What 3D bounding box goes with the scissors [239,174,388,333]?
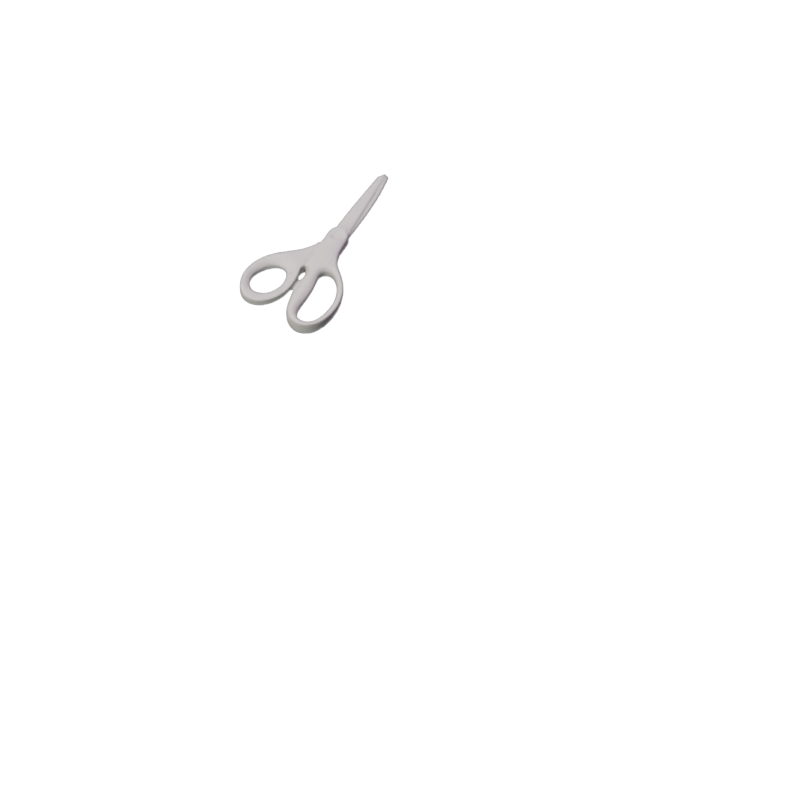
[{"bbox_3d":[-0.075,-0.137,0.963,0.097,0.214,0.015,8,-42,7],"label":"scissors"}]
